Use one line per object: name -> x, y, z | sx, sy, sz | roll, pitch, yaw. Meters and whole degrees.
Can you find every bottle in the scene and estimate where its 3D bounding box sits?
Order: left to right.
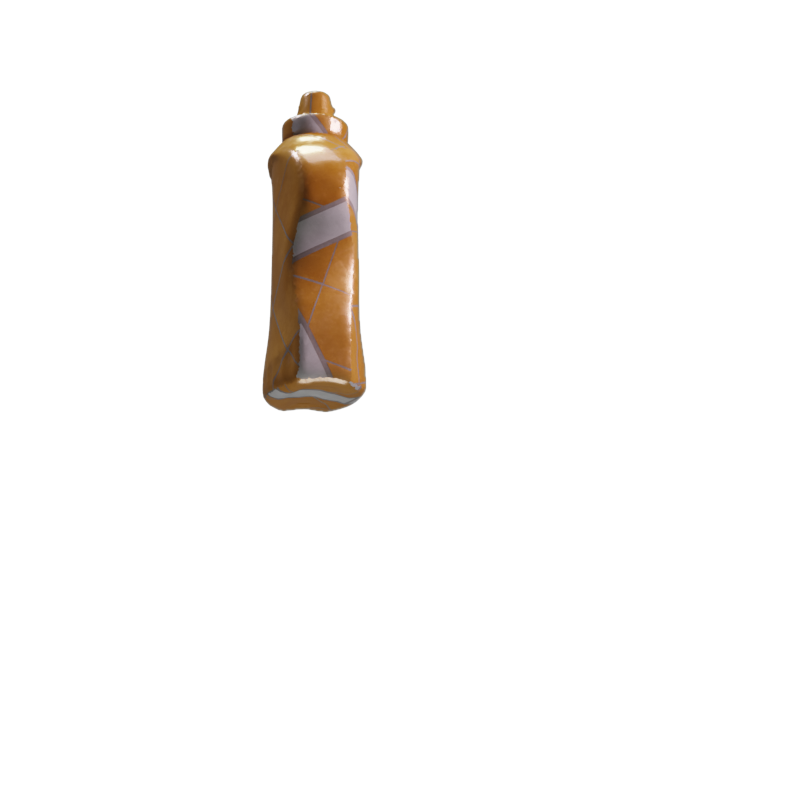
bottle -> -0.051, -0.094, 0.661 | 0.058, 0.200, 0.093 | 2, -17, -9
